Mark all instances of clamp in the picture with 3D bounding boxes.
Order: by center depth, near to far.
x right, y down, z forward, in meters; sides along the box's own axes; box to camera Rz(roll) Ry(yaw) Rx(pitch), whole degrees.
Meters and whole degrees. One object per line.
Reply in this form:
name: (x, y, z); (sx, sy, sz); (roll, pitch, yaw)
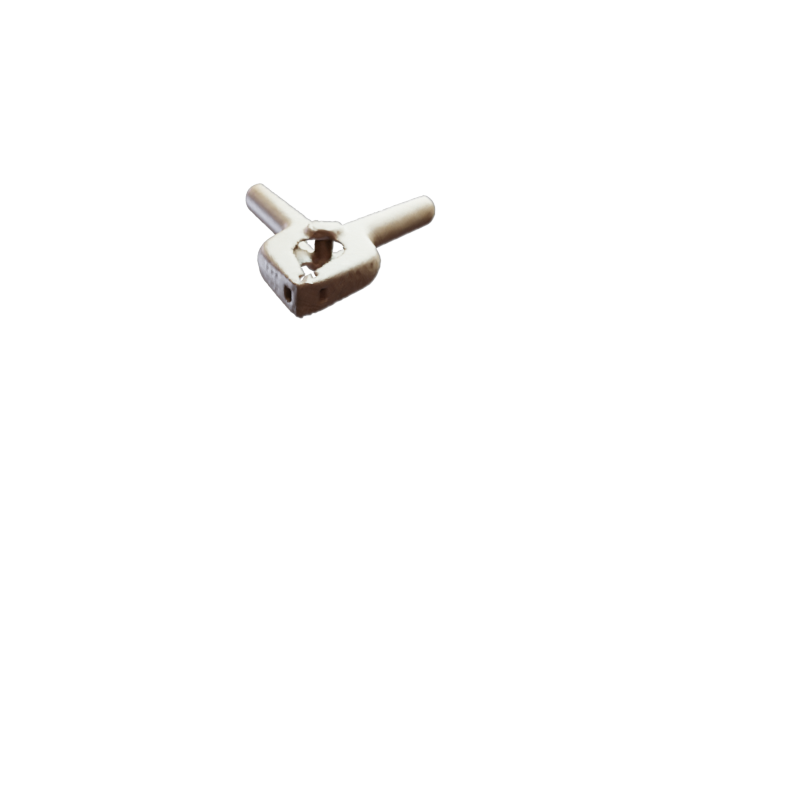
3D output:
clamp: (-0.070, -0.127, 0.888); (0.168, 0.034, 0.218); (7, 31, 11)
